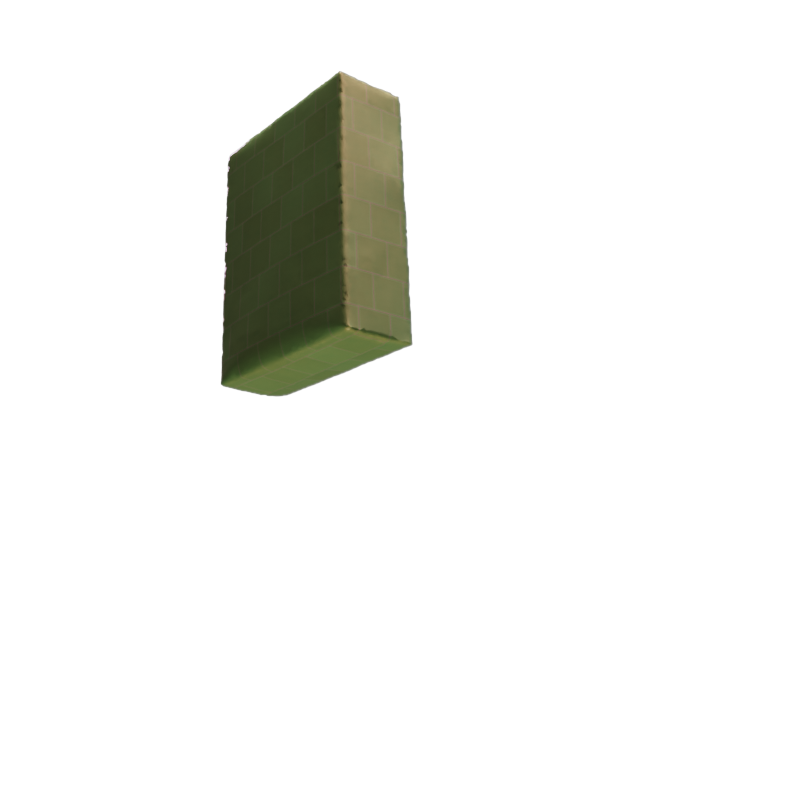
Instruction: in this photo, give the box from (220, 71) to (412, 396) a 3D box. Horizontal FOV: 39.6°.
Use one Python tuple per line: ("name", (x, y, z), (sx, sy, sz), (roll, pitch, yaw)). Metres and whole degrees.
("box", (-0.069, -0.126, 0.881), (0.068, 0.226, 0.164), (17, -29, -37))
